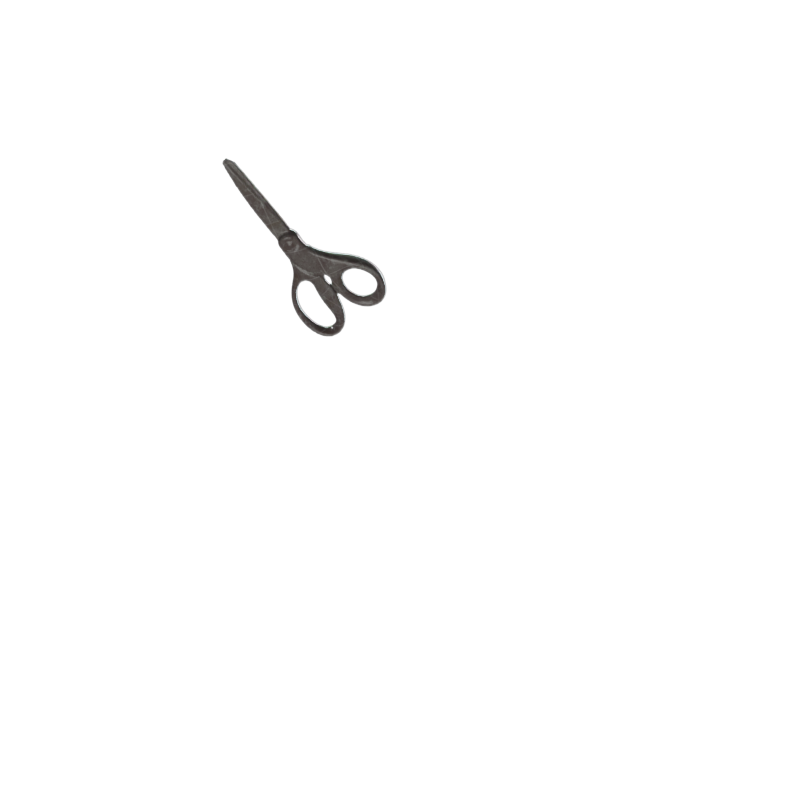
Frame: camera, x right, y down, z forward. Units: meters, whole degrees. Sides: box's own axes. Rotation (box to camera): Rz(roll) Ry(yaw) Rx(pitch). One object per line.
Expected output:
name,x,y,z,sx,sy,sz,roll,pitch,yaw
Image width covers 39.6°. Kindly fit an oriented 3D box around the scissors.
scissors,-0.076,-0.139,0.974,0.097,0.187,0.017,-14,34,10
